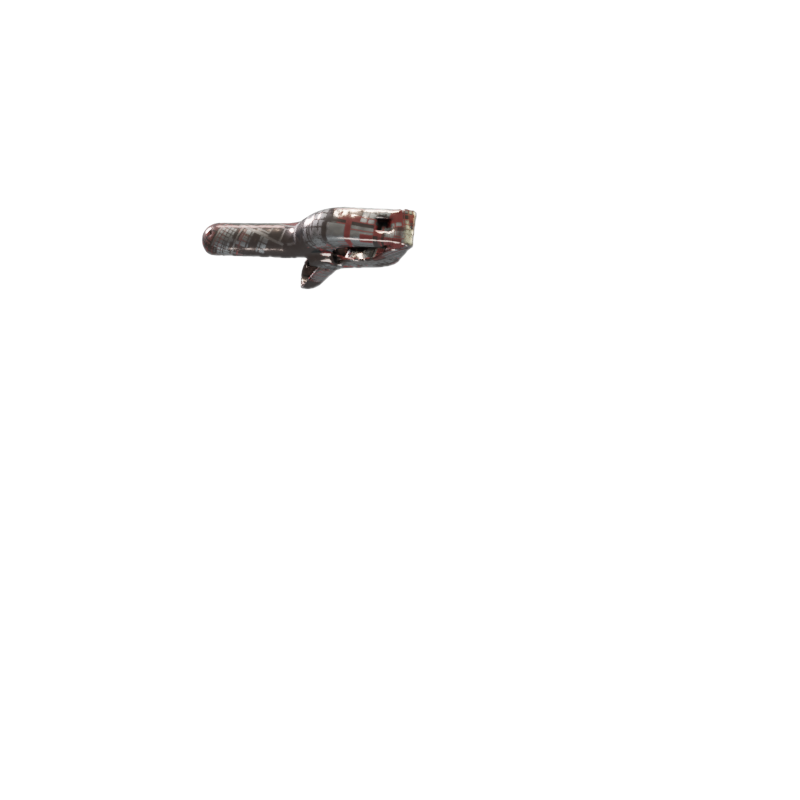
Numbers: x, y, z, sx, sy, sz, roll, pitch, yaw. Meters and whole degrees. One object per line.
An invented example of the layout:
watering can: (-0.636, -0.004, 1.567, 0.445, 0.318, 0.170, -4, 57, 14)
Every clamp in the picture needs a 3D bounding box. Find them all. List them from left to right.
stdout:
clamp: (-0.065, -0.119, 0.831, 0.114, 0.040, 0.174, 7, -12, -38)
